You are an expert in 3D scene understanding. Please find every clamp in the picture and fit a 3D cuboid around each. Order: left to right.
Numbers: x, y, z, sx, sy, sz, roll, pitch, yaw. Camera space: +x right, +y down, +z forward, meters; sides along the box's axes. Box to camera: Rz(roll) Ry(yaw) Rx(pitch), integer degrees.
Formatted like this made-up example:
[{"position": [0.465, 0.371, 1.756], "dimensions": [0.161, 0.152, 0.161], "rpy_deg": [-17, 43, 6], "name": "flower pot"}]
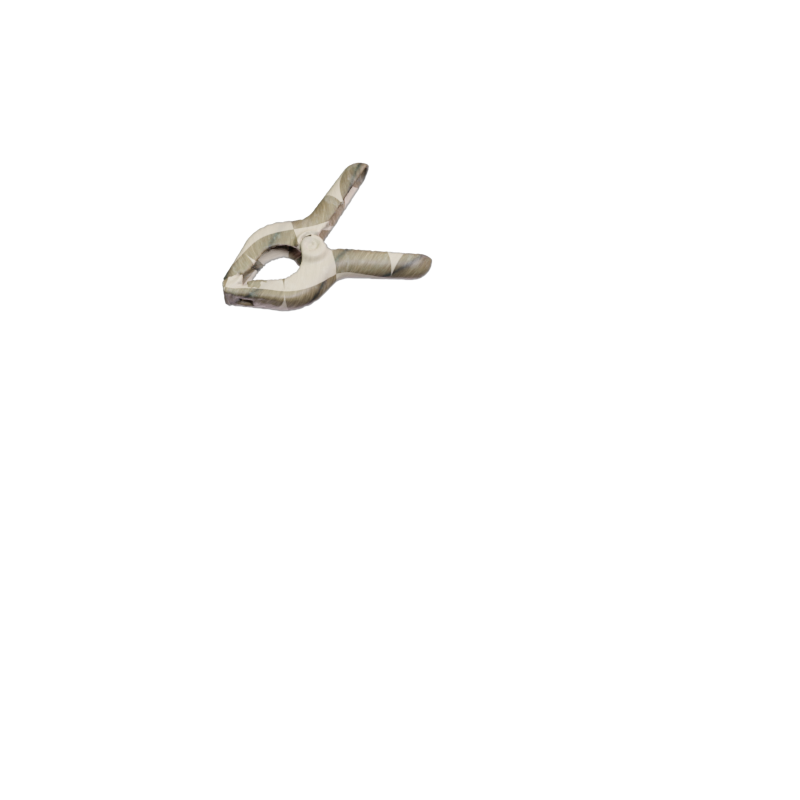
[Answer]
[{"position": [-0.072, -0.132, 0.924], "dimensions": [0.170, 0.129, 0.037], "rpy_deg": [-17, -32, -11], "name": "clamp"}]
